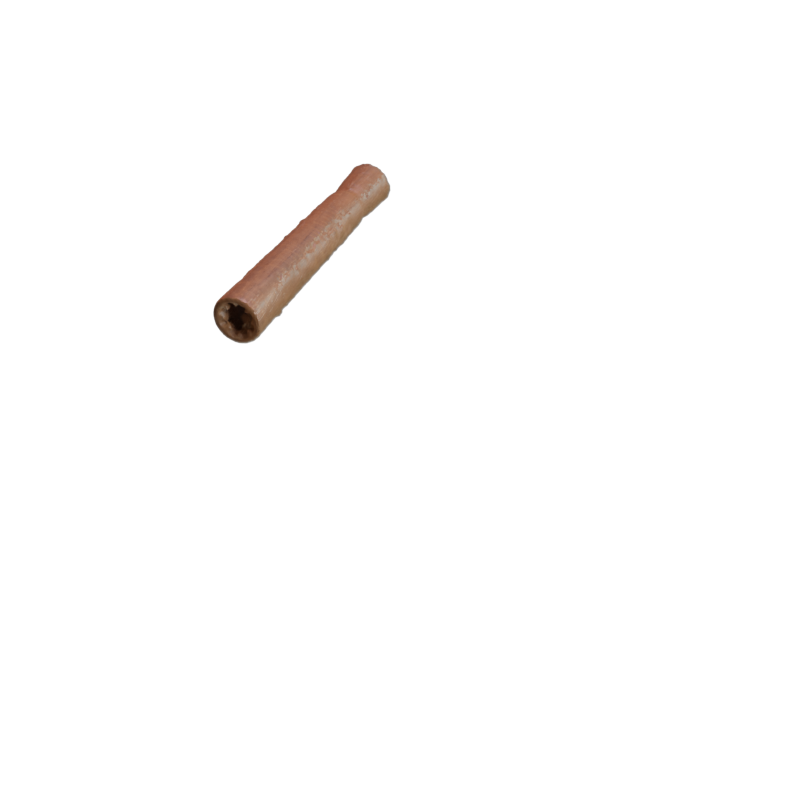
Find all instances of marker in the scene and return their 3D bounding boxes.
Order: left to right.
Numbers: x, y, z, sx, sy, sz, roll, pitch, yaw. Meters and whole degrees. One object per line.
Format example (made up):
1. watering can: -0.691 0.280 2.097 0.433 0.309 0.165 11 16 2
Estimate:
1. marker: -0.033 -0.061 0.425 0.020 0.019 0.125 1 33 25
